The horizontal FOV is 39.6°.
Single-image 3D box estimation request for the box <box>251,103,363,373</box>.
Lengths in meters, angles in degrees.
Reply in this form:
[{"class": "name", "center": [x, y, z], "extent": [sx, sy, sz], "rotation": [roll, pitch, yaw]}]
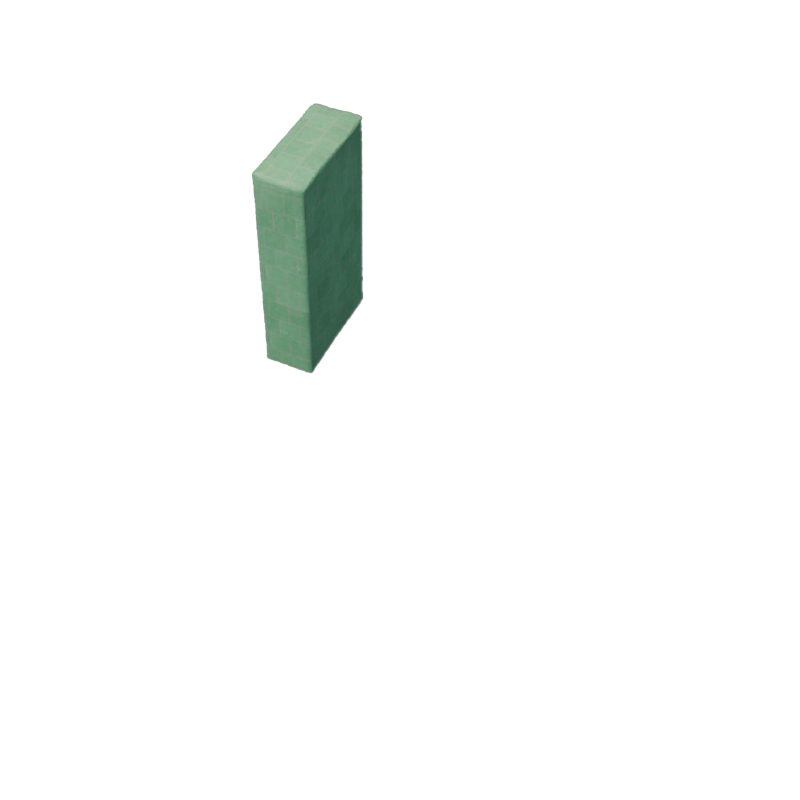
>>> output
[{"class": "box", "center": [-0.062, -0.113, 0.796], "extent": [0.050, 0.164, 0.097], "rotation": [20, 49, 14]}]
